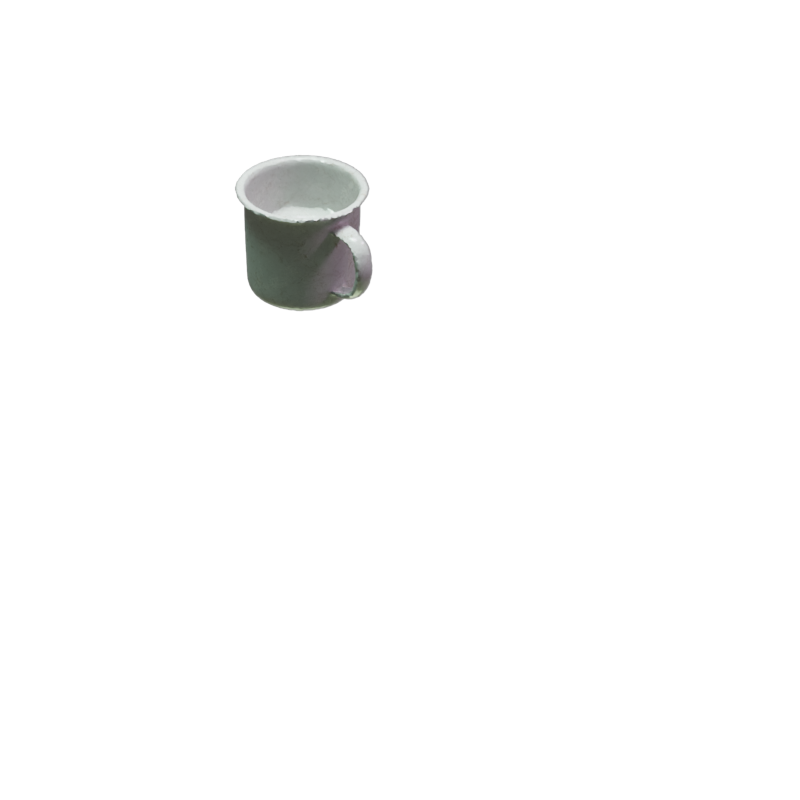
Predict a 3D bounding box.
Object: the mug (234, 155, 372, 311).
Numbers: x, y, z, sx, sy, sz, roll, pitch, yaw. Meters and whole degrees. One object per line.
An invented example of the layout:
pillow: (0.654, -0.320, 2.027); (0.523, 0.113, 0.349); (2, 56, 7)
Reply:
mug: (-0.061, -0.112, 0.784); (0.093, 0.076, 0.125); (-28, 46, -34)
